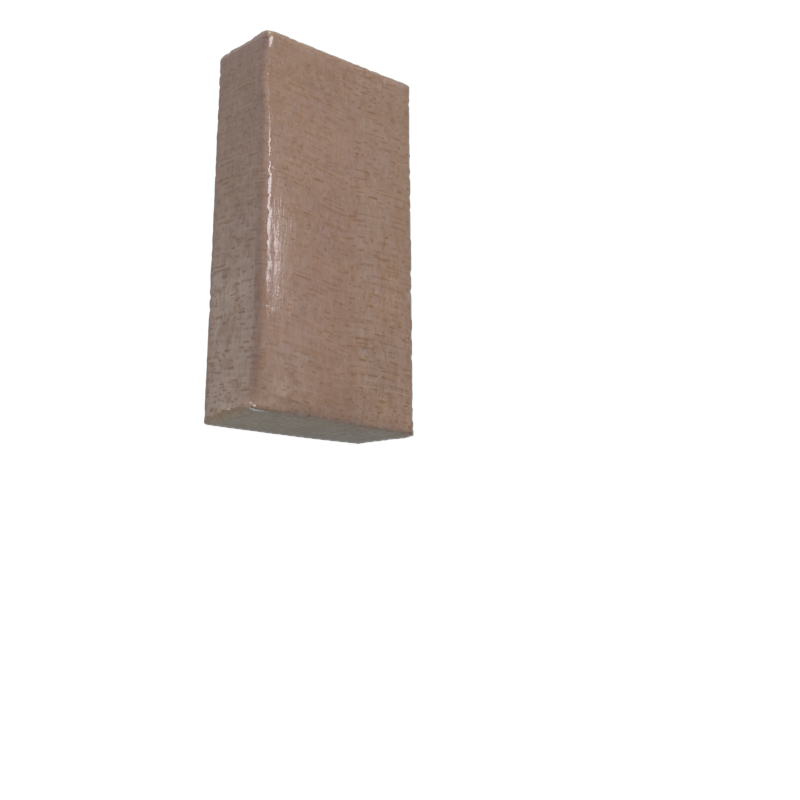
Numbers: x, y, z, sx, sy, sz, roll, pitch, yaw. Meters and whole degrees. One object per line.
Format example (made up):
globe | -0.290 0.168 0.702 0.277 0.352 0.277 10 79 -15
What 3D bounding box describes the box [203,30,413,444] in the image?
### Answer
box | -0.040 -0.074 0.516 0.088 0.184 0.048 14 -24 -39
